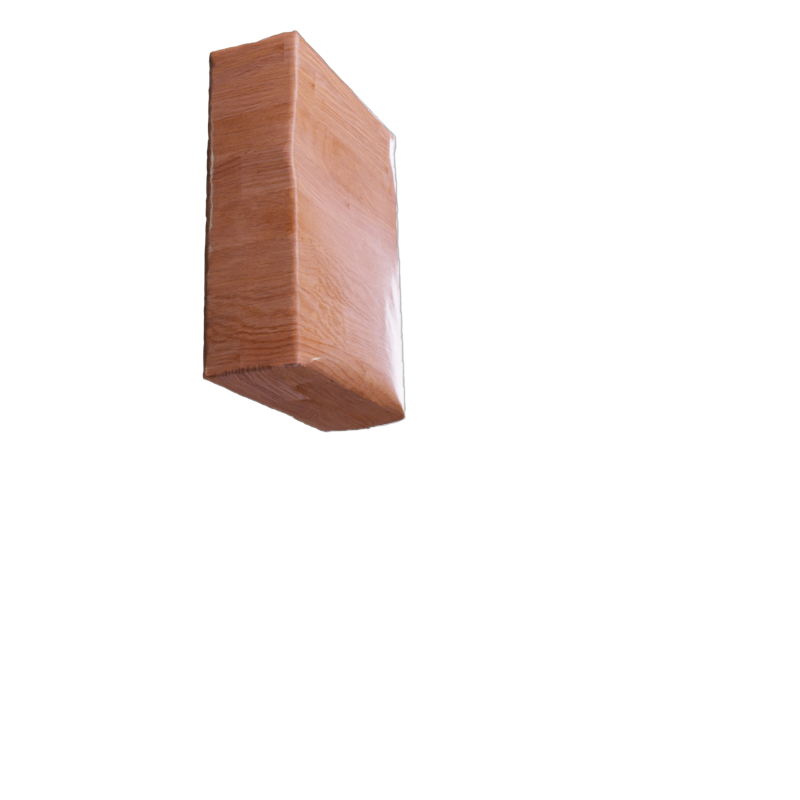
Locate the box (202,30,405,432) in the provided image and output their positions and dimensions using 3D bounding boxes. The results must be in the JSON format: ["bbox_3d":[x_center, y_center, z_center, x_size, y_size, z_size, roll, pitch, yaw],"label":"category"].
[{"bbox_3d":[-0.055,-0.101,0.708,0.073,0.224,0.154,-10,-21,22],"label":"box"}]
